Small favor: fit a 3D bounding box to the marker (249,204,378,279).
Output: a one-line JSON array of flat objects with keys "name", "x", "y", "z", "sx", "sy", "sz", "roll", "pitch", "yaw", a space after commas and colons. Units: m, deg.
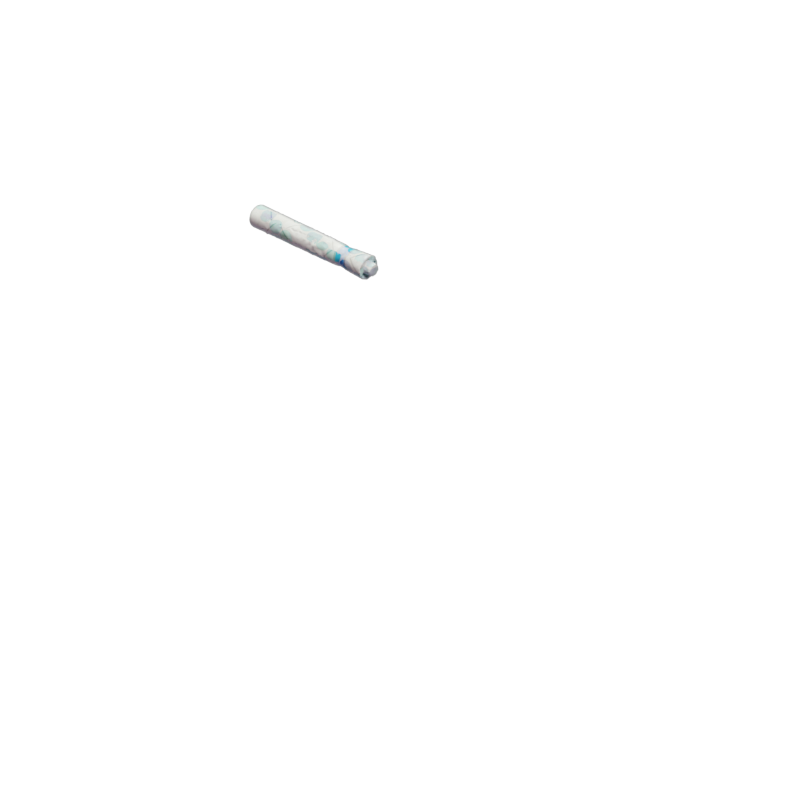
[{"name": "marker", "x": -0.064, "y": -0.117, "z": 0.820, "sx": 0.129, "sy": 0.019, "sz": 0.019, "roll": 29, "pitch": 21, "yaw": 35}]
